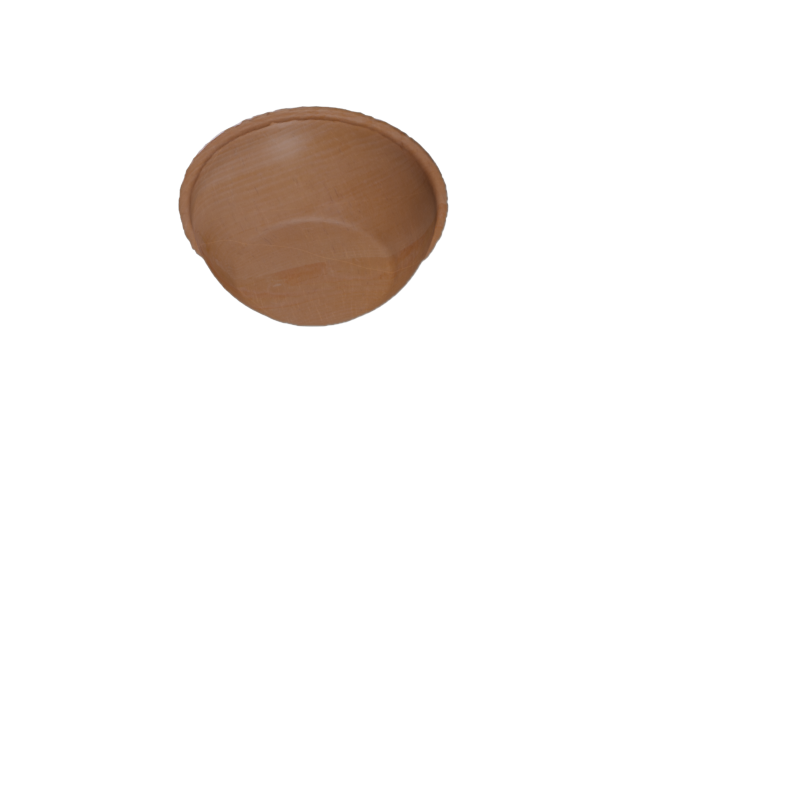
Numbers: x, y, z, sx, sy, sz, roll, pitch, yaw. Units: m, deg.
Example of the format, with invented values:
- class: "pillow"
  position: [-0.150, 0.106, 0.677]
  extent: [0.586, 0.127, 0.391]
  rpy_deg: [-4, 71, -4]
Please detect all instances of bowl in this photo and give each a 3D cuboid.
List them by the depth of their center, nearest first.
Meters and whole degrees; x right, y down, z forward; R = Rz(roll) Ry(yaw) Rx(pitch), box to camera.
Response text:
- class: "bowl"
  position: [-0.051, -0.092, 0.647]
  extent: [0.162, 0.059, 0.151]
  rpy_deg: [1, -40, -1]
